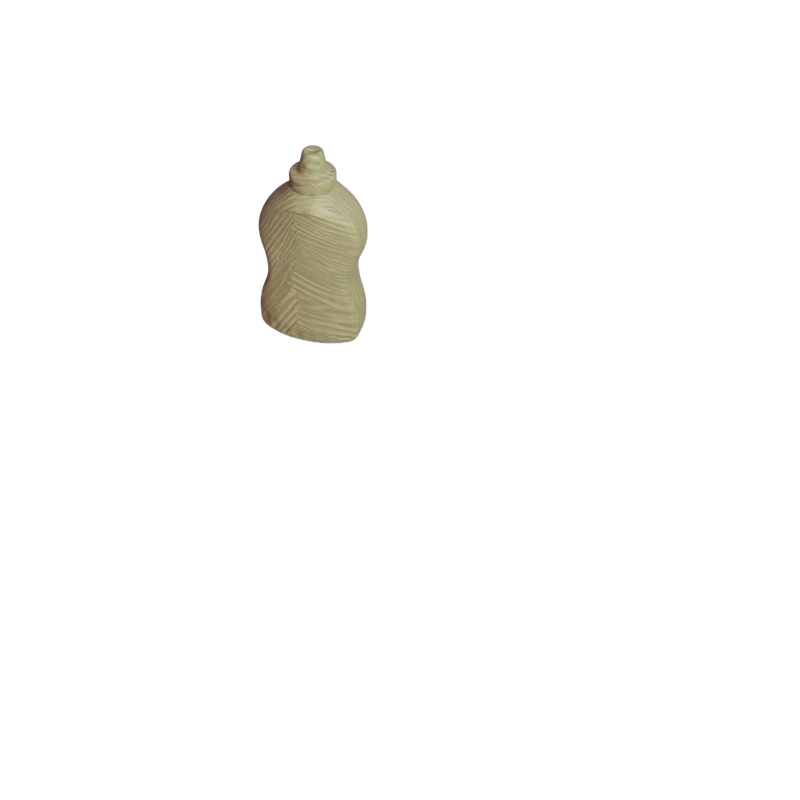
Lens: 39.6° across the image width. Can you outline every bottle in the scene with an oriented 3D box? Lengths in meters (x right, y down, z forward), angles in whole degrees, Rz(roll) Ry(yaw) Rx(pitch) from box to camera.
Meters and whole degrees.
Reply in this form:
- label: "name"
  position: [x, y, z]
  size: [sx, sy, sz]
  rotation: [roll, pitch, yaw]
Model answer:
- label: "bottle"
  position: [-0.077, -0.140, 0.984]
  size: [0.099, 0.179, 0.061]
  rotation: [14, 40, 14]
